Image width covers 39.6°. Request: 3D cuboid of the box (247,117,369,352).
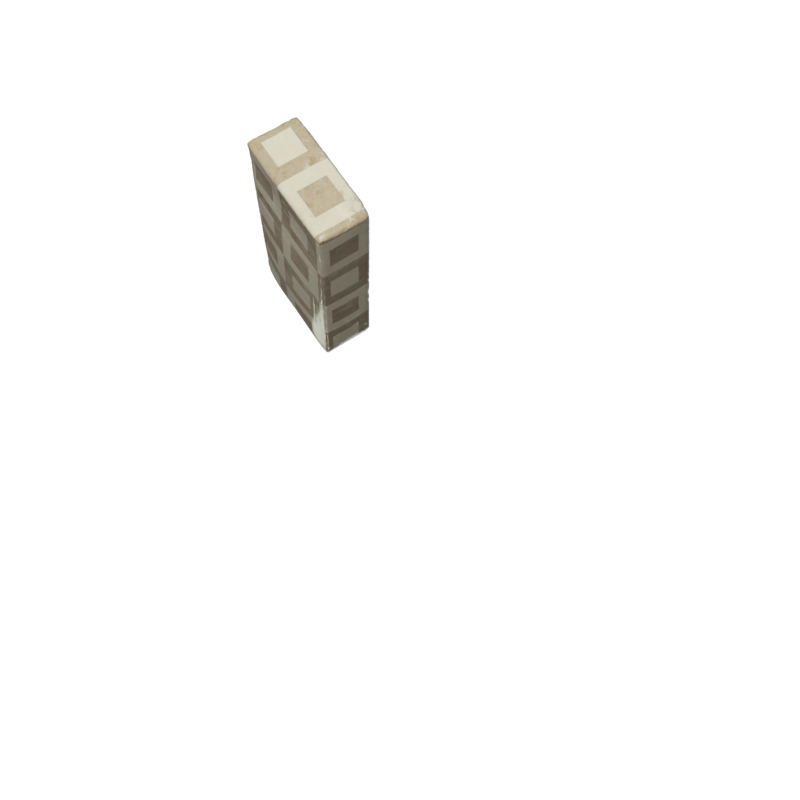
[{"bbox_3d":[-0.061,-0.112,0.785,0.048,0.099,0.167,-29,-19,-15],"label":"box"}]
